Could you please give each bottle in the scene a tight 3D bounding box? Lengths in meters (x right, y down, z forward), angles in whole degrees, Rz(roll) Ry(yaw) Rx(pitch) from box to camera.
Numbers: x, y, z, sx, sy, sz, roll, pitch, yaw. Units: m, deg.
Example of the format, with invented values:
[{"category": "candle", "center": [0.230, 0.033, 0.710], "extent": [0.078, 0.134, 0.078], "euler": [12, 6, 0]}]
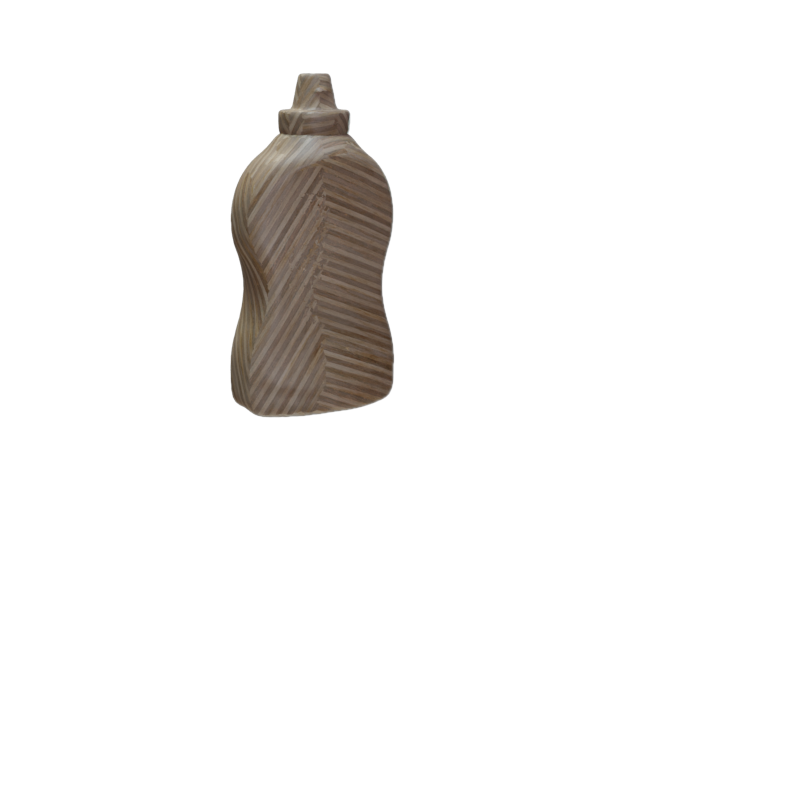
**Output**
[{"category": "bottle", "center": [-0.050, -0.091, 0.638], "extent": [0.093, 0.188, 0.061], "euler": [-4, 10, -27]}]
